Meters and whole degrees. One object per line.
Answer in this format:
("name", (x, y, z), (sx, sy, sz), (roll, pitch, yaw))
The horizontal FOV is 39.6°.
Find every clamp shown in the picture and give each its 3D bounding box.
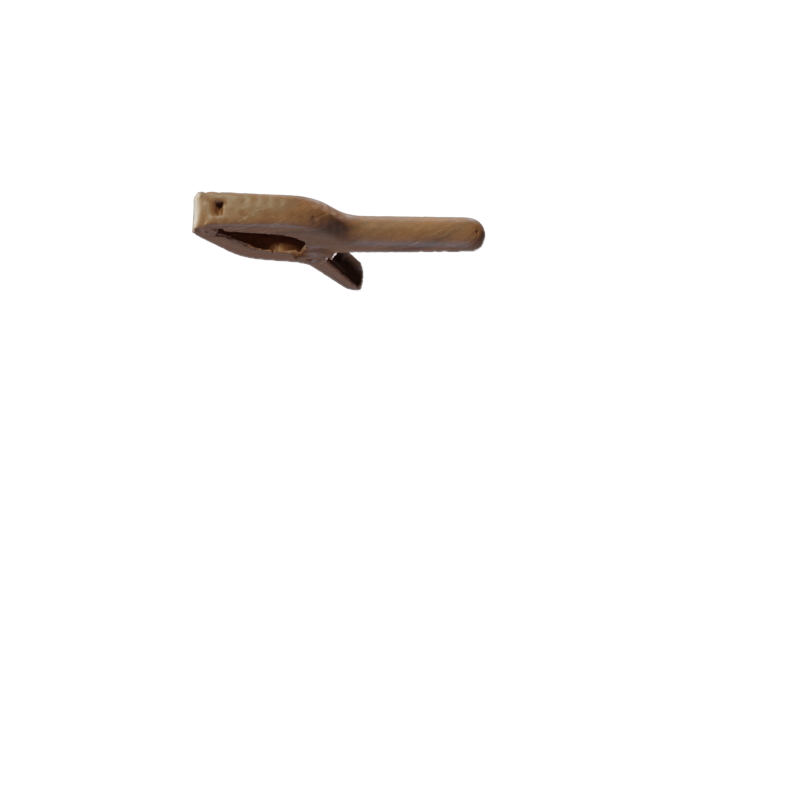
("clamp", (-0.066, -0.120, 0.840), (0.202, 0.038, 0.165), (6, -12, -28))
